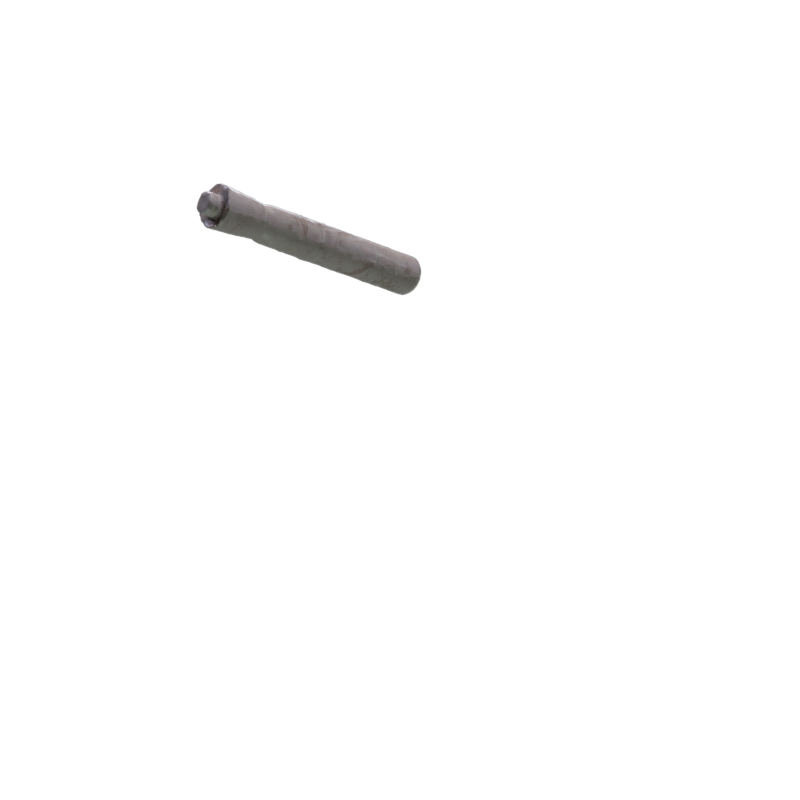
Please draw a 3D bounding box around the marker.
[{"bbox_3d":[-0.037,-0.068,0.473,0.114,0.020,0.021,14,-7,-43],"label":"marker"}]
